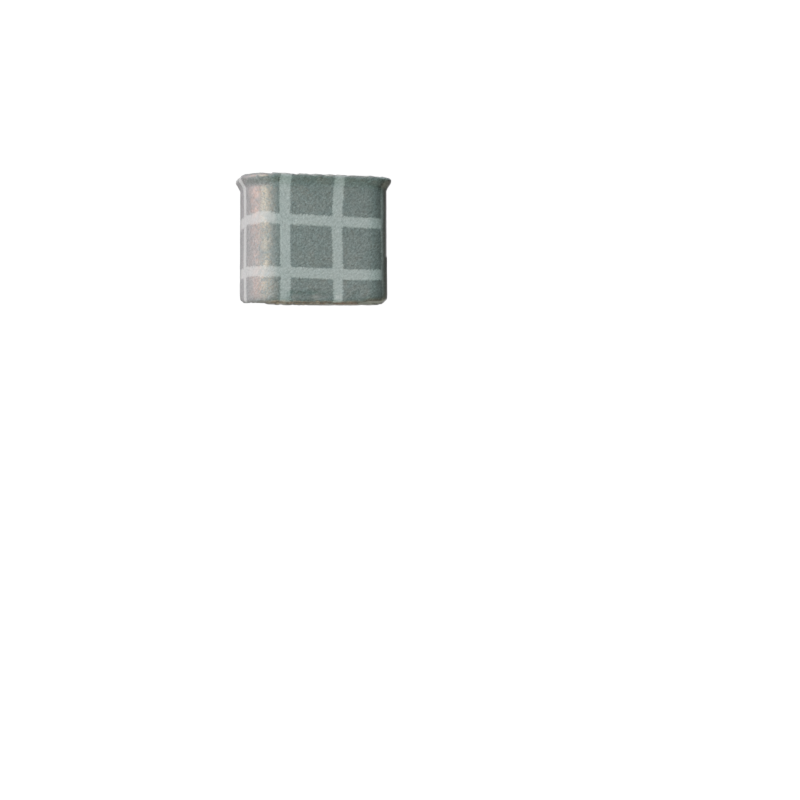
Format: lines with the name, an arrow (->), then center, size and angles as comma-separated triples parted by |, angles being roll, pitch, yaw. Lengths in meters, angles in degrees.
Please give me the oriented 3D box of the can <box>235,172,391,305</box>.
can -> -0.058, -0.106, 0.742 | 0.100, 0.085, 0.058 | 0, -3, -15
